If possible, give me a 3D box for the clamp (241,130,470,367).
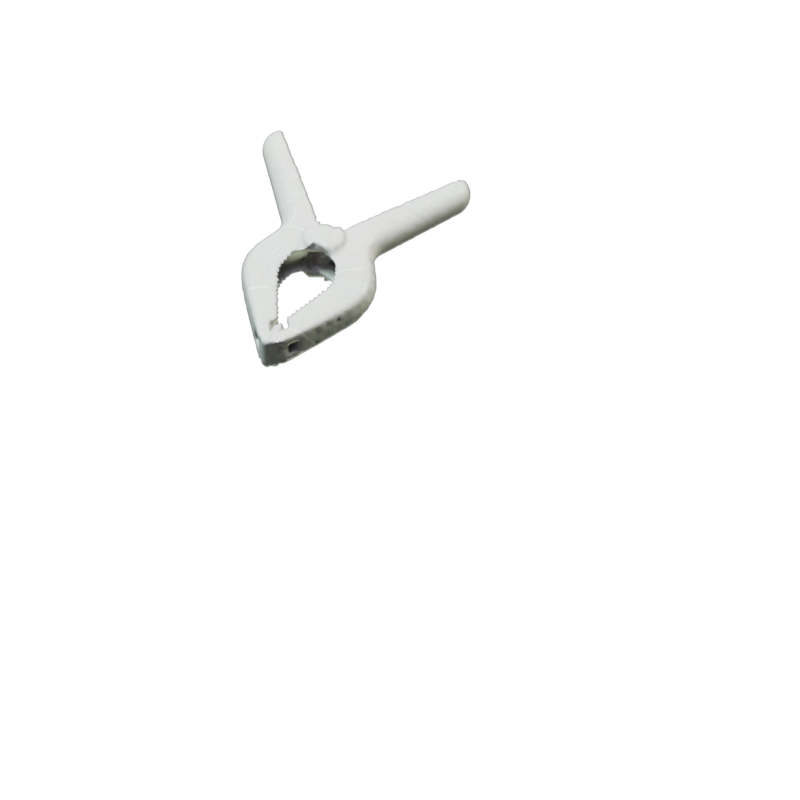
[{"bbox_3d":[-0.062,-0.113,0.795,0.170,0.218,0.034,21,-37,16],"label":"clamp"}]
